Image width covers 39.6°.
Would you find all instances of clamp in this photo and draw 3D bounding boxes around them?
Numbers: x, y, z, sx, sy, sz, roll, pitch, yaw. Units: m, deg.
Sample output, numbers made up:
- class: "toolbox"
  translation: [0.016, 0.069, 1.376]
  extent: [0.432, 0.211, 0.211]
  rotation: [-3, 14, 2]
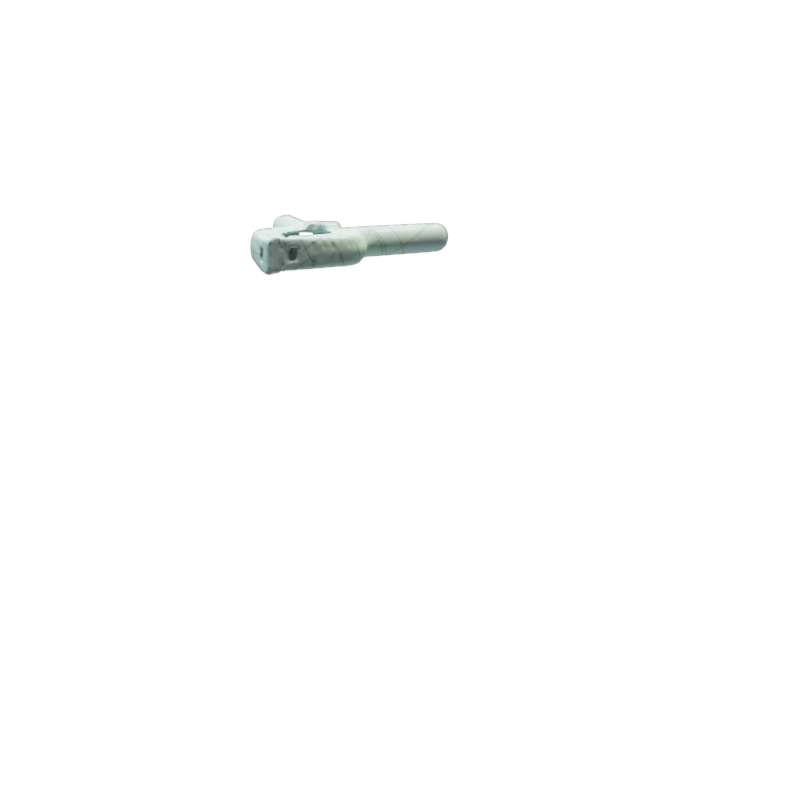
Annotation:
- class: "clamp"
  translation: [-0.073, -0.132, 0.927]
  extent: [0.171, 0.035, 0.207]
  rotation: [7, 16, 26]
